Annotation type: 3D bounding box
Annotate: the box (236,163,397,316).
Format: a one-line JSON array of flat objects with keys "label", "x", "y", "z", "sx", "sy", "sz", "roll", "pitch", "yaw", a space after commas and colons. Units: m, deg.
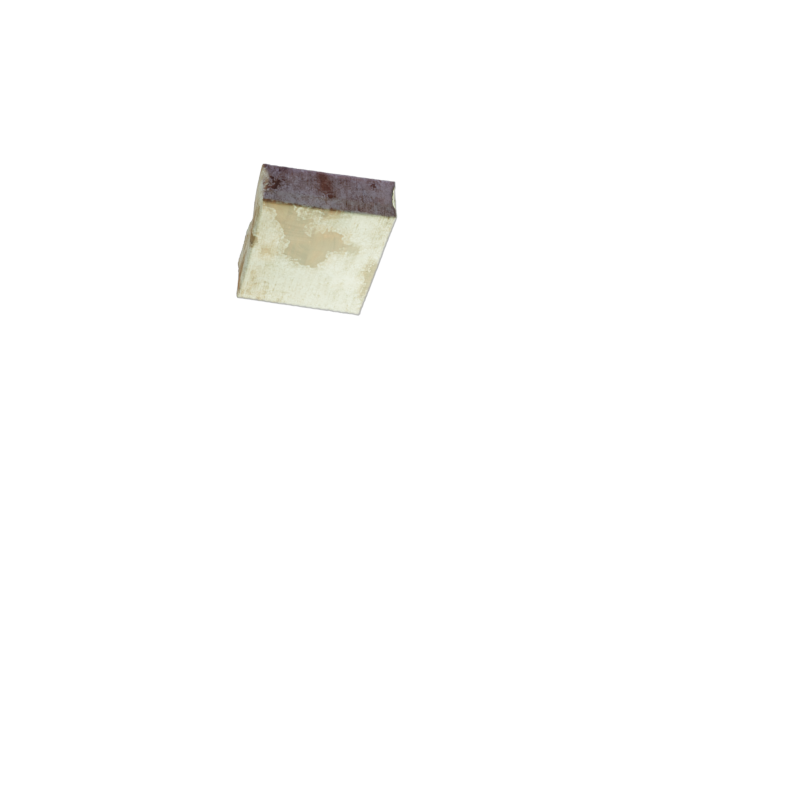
[{"label": "box", "x": -0.048, "y": -0.087, "z": 0.611, "sx": 0.072, "sy": 0.032, "sz": 0.085, "roll": 8, "pitch": -36, "yaw": -11}]
